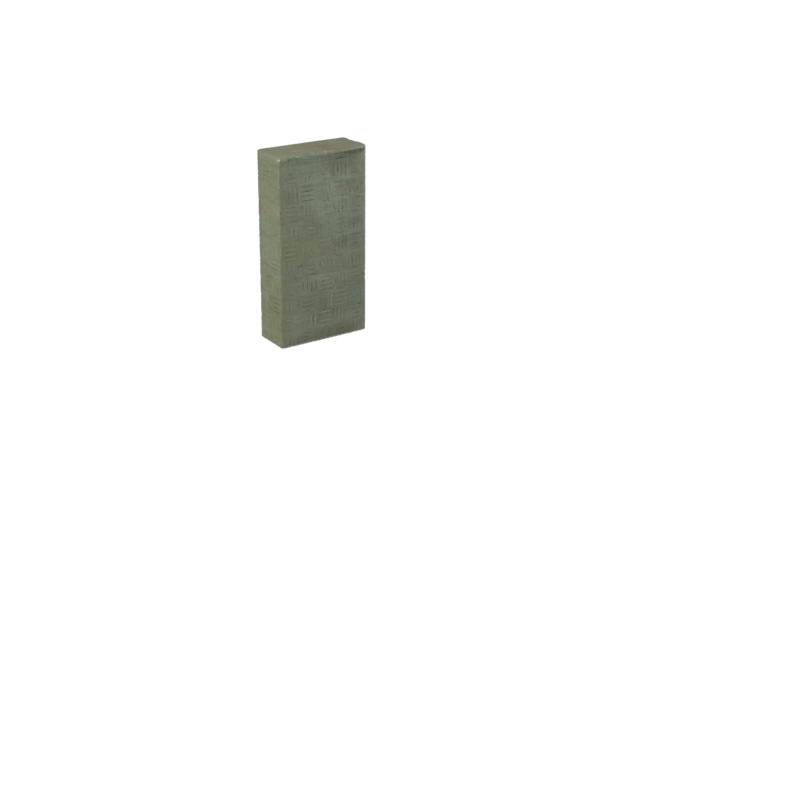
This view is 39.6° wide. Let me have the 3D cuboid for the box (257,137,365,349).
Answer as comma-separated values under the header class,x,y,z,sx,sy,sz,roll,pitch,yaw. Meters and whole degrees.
class,x,y,z,sx,sy,sz,roll,pitch,yaw
box,-0.078,-0.142,0.995,0.091,0.168,0.051,-13,25,-32
